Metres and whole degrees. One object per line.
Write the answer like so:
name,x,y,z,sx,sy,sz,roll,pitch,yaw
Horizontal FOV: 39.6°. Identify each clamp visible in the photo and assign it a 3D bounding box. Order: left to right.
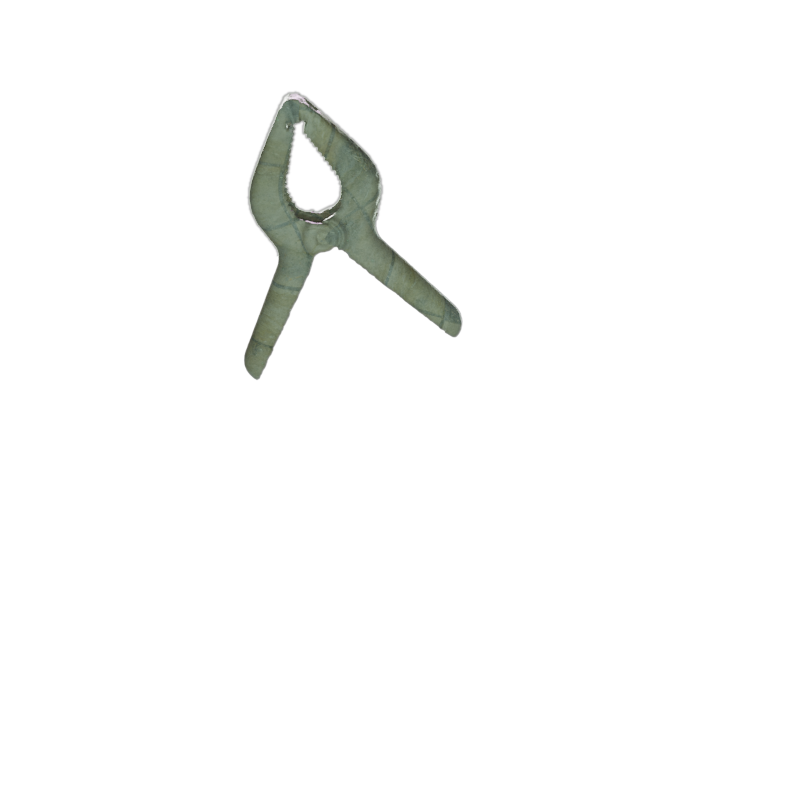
clamp,-0.063,-0.114,0.801,0.165,0.201,0.038,-19,18,6
